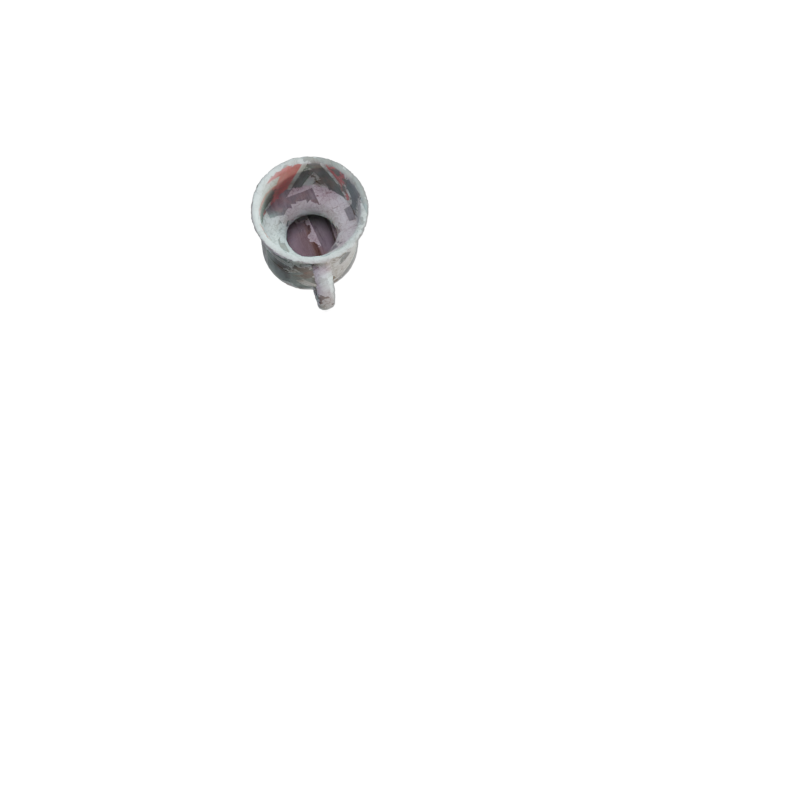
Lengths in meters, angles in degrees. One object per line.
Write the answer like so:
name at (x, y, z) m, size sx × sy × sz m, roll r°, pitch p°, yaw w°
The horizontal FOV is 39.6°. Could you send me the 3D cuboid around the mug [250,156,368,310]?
mug at (-0.071, -0.129, 0.905) m, size 0.093 × 0.123 × 0.078 m, roll -14°, pitch -19°, yaw -7°
